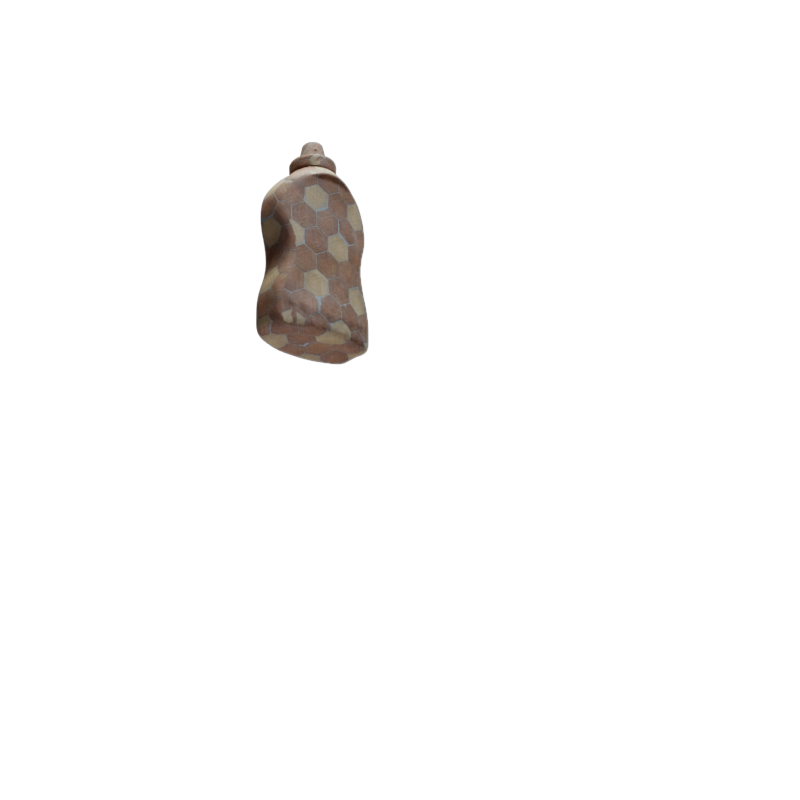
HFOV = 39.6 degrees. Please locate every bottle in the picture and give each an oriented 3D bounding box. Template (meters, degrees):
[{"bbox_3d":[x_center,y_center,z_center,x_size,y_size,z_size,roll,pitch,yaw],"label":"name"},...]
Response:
[{"bbox_3d":[-0.073,-0.132,0.923,0.091,0.203,0.058,18,-34,-35],"label":"bottle"}]
